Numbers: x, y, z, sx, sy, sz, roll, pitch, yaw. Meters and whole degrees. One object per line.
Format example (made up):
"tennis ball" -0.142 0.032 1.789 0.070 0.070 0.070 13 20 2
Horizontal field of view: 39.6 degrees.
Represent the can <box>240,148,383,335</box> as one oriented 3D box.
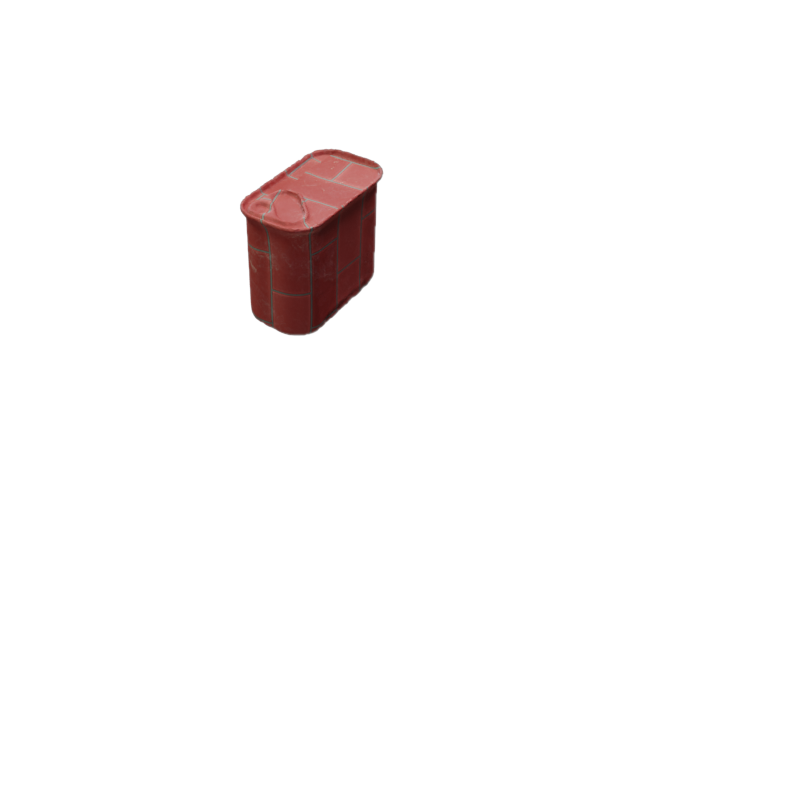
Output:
"can" -0.057 -0.103 0.722 0.060 0.078 0.104 21 42 24
